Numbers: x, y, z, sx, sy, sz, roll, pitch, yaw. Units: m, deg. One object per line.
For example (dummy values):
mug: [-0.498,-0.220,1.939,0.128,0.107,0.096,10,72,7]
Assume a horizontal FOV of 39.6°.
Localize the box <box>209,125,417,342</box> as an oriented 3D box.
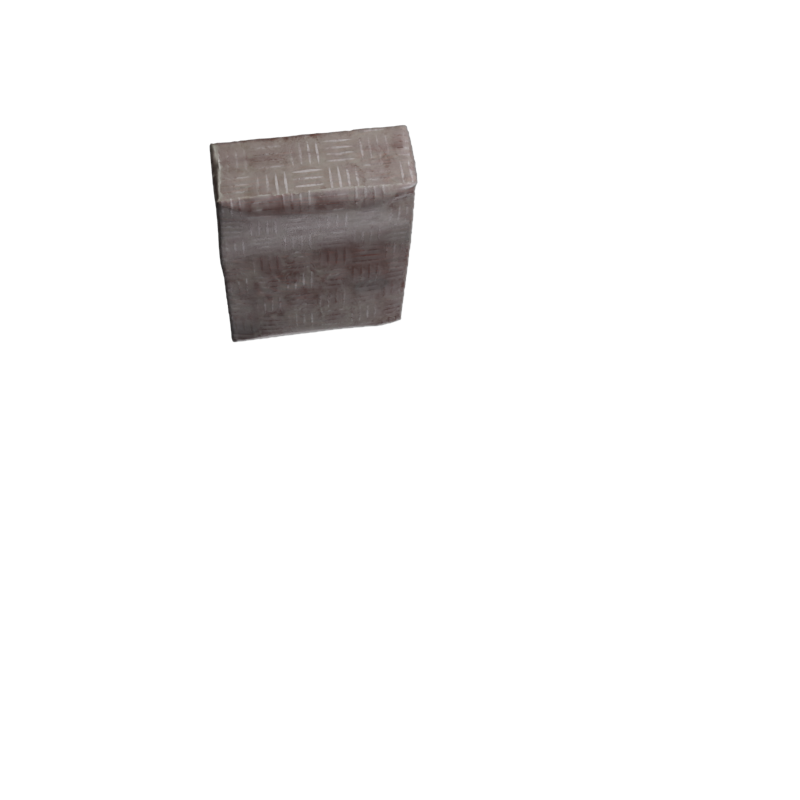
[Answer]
box: [-0.076,-0.138,0.966,0.163,0.077,0.201,-6,-29,-6]
